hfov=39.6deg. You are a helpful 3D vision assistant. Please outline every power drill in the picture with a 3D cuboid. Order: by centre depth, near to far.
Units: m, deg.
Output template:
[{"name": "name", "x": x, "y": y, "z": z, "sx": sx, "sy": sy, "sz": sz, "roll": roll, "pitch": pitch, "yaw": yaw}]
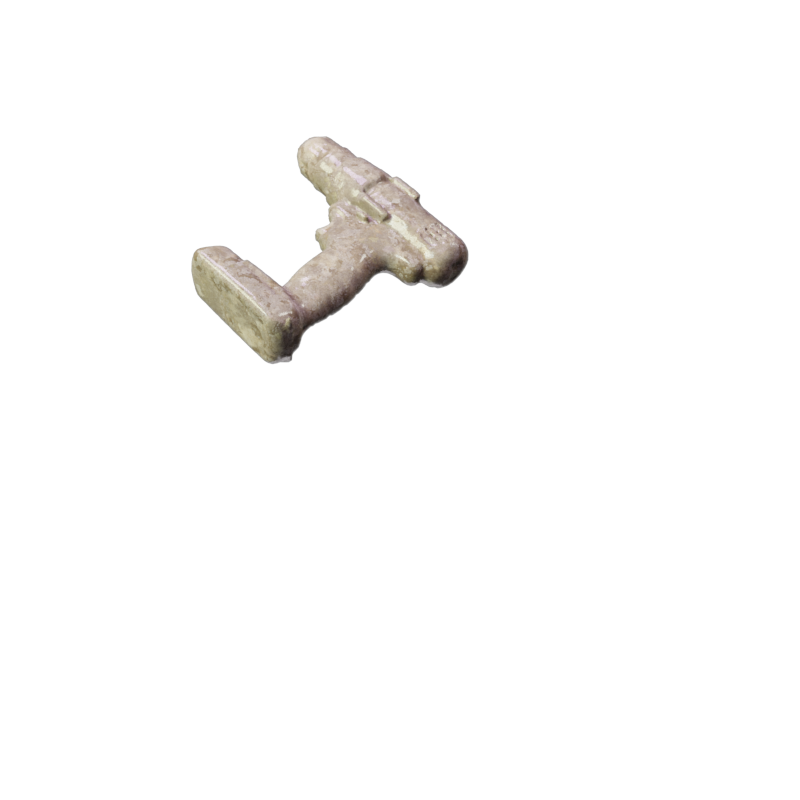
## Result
[{"name": "power drill", "x": -0.068, "y": -0.125, "z": 0.873, "sx": 0.188, "sy": 0.053, "sz": 0.197, "roll": -34, "pitch": 57, "yaw": -26}]
